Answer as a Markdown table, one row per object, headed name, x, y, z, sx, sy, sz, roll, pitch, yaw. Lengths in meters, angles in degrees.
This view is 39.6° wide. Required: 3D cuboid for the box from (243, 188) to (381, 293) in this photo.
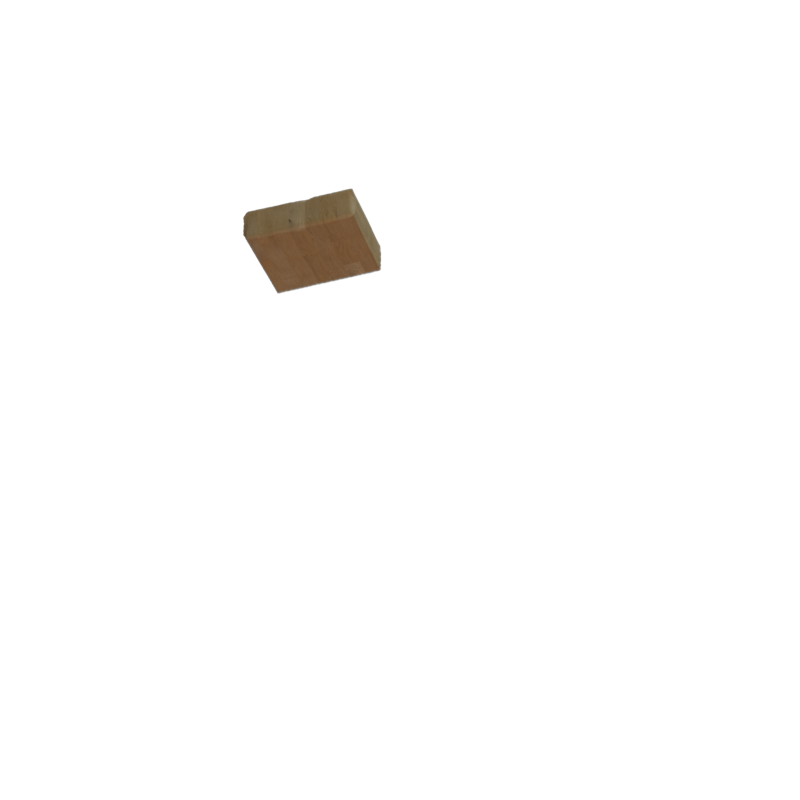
| name | x | y | z | sx | sy | sz | roll | pitch | yaw |
| --- | --- | --- | --- | --- | --- | --- | --- | --- | --- |
| box | -0.067 | -0.122 | 0.853 | 0.090 | 0.032 | 0.067 | -10 | -36 | 14 |
